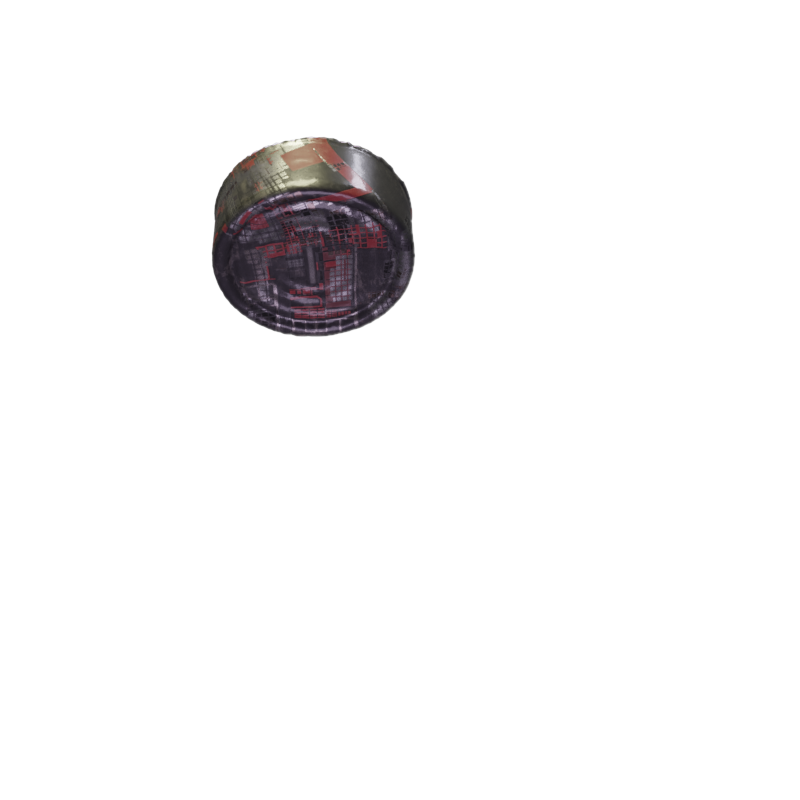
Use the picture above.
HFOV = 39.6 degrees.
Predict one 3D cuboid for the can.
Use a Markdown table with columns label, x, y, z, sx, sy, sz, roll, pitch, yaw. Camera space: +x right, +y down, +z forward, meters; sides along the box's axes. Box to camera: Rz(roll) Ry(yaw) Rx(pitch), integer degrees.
| label | x | y | z | sx | sy | sz | roll | pitch | yaw |
| --- | --- | --- | --- | --- | --- | --- | --- | --- | --- |
| can | -0.037 | -0.067 | 0.468 | 0.086 | 0.080 | 0.036 | 1 | 45 | -1 |
